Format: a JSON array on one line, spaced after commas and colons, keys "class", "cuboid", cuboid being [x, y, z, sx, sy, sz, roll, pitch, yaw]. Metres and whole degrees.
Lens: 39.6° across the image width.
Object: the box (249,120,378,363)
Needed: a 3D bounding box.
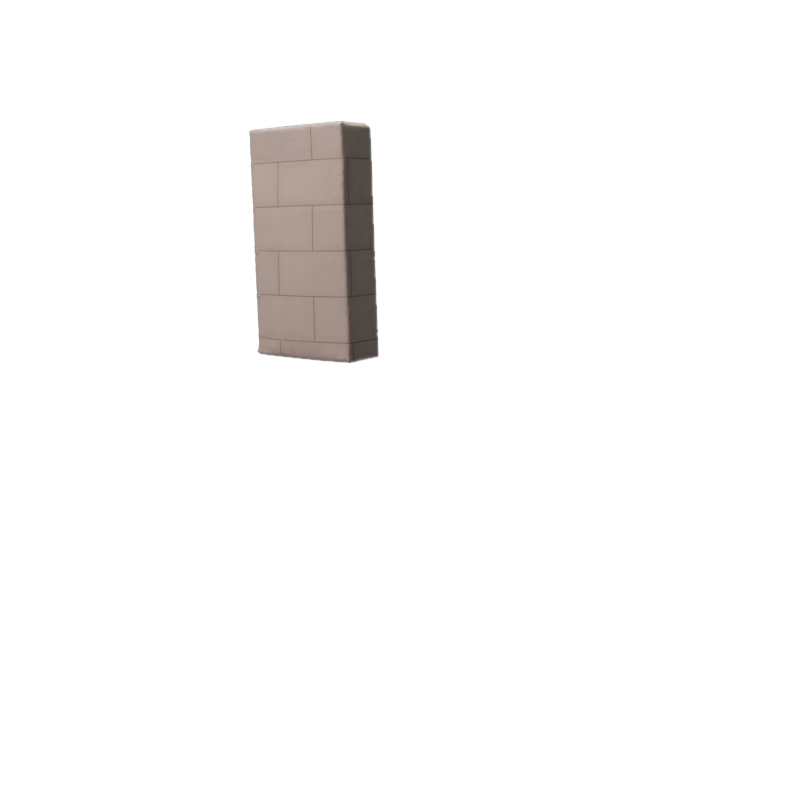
[{"class": "box", "cuboid": [-0.066, -0.120, 0.842, 0.097, 0.176, 0.046, 2, 2, 37]}]
